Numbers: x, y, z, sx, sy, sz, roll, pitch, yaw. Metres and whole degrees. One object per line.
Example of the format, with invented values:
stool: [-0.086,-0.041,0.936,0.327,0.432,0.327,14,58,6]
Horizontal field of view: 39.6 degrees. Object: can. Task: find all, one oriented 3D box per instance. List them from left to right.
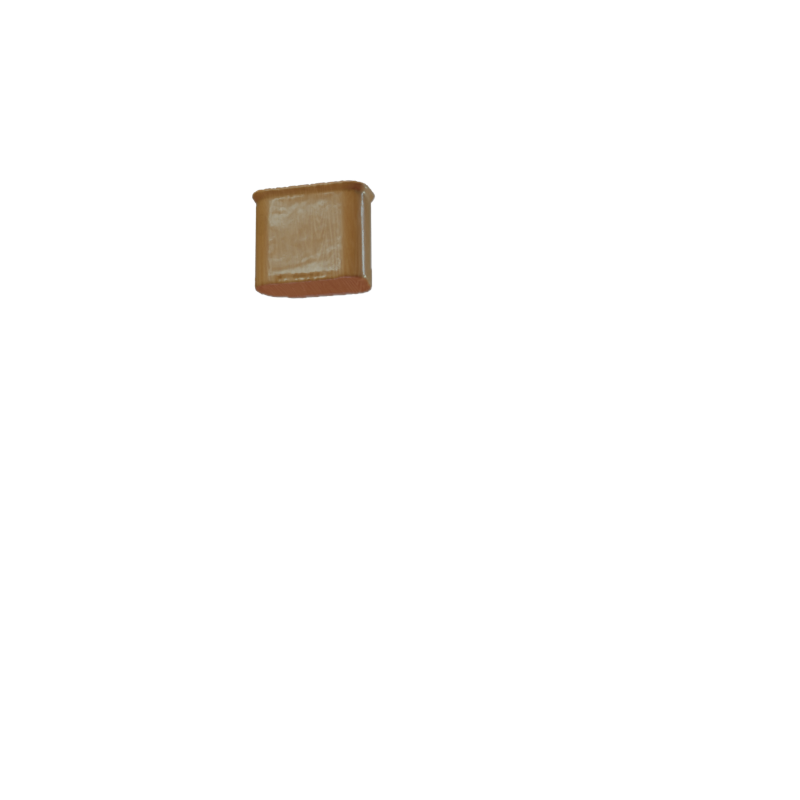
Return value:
can: [-0.073,-0.133,0.932,0.104,0.087,0.054,-4,-15,15]
